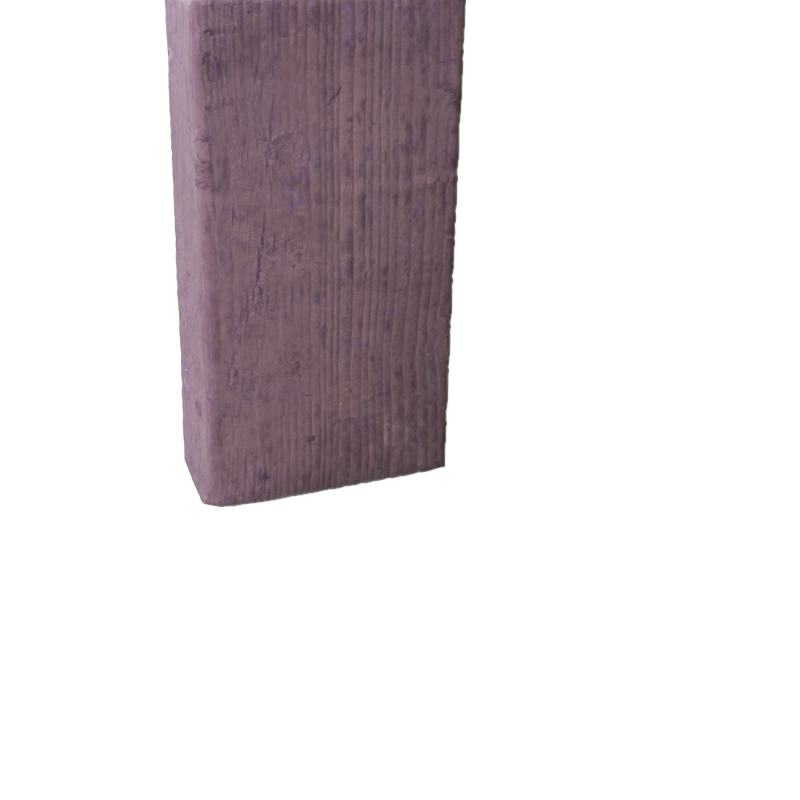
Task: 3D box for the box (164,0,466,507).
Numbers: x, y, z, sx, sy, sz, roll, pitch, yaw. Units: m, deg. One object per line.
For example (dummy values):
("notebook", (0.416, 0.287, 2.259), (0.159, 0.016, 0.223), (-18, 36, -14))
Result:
("box", (-0.030, -0.055, 0.383), (0.091, 0.169, 0.051), (-7, 20, -21))
